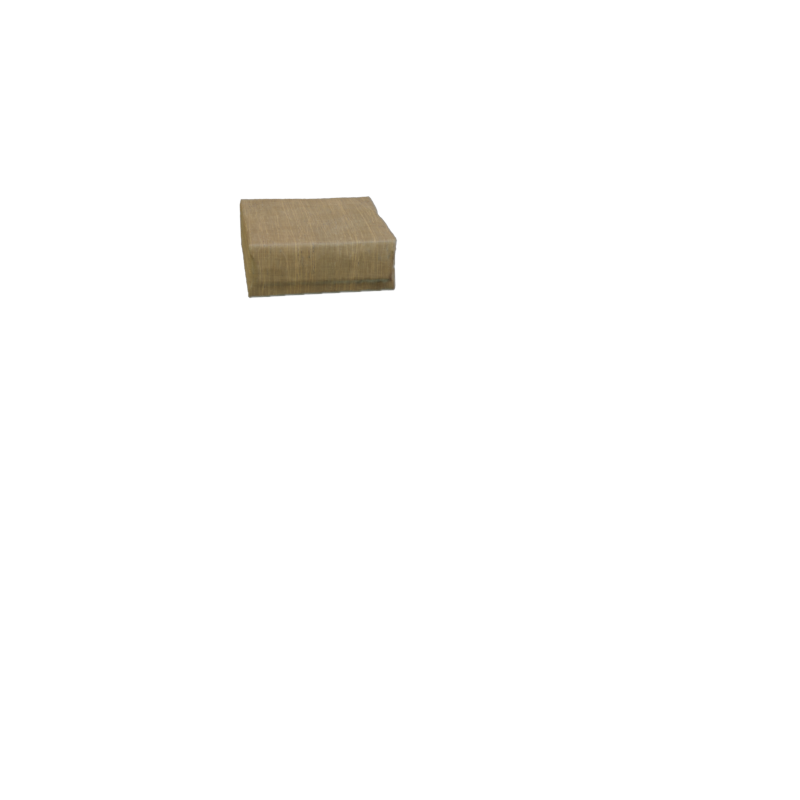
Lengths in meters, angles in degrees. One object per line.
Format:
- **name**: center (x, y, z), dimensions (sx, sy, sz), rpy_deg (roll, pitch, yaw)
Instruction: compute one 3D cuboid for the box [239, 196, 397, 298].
- **box**: center (-0.045, -0.082, 0.574), dimensions (0.072, 0.029, 0.094), rpy_deg (-3, 23, -8)
